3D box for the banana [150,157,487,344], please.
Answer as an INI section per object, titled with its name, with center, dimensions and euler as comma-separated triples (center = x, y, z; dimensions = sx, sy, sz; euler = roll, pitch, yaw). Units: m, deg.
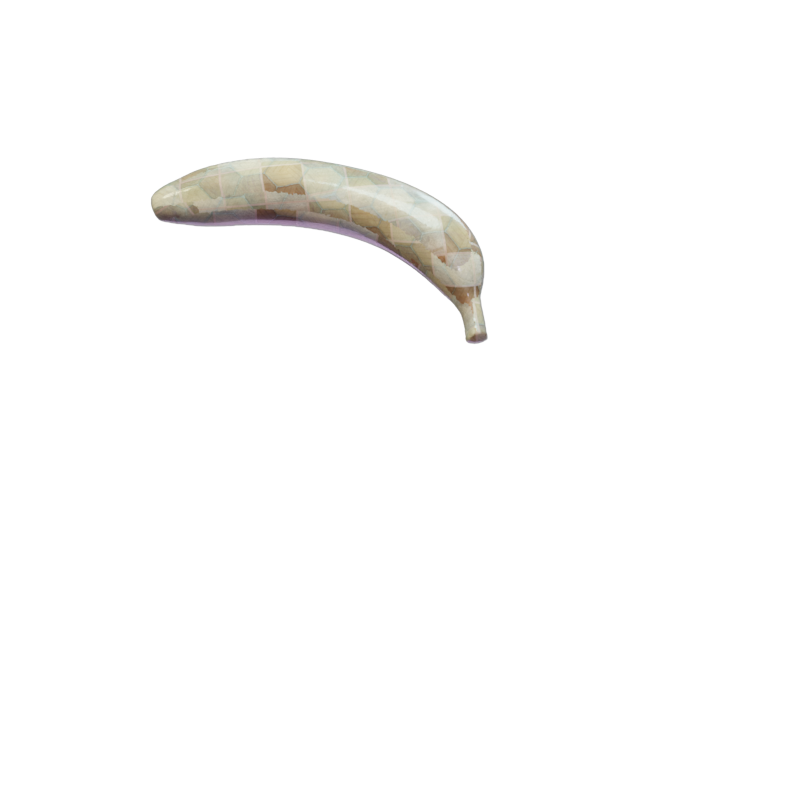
[banana]
center = -0.035, -0.097, 0.597
dimensions = 0.204, 0.072, 0.034
euler = 21, -33, 15
